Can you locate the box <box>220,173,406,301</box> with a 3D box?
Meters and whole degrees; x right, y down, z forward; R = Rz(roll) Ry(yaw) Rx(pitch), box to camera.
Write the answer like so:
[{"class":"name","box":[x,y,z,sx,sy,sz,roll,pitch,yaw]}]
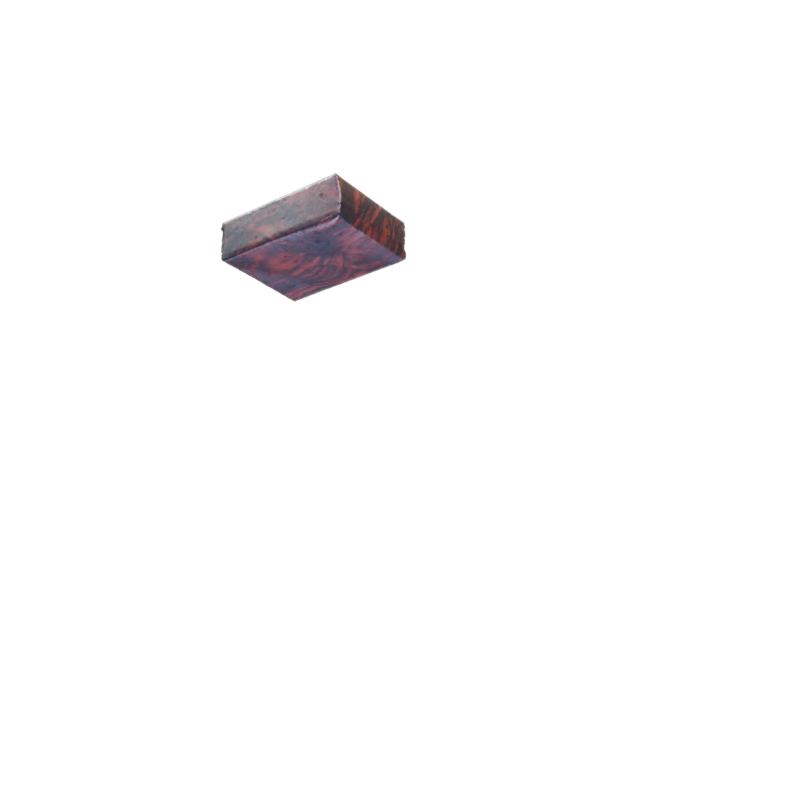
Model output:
[{"class":"box","box":[-0.066,-0.120,0.841,0.115,0.041,0.084,-15,-27,32]}]
